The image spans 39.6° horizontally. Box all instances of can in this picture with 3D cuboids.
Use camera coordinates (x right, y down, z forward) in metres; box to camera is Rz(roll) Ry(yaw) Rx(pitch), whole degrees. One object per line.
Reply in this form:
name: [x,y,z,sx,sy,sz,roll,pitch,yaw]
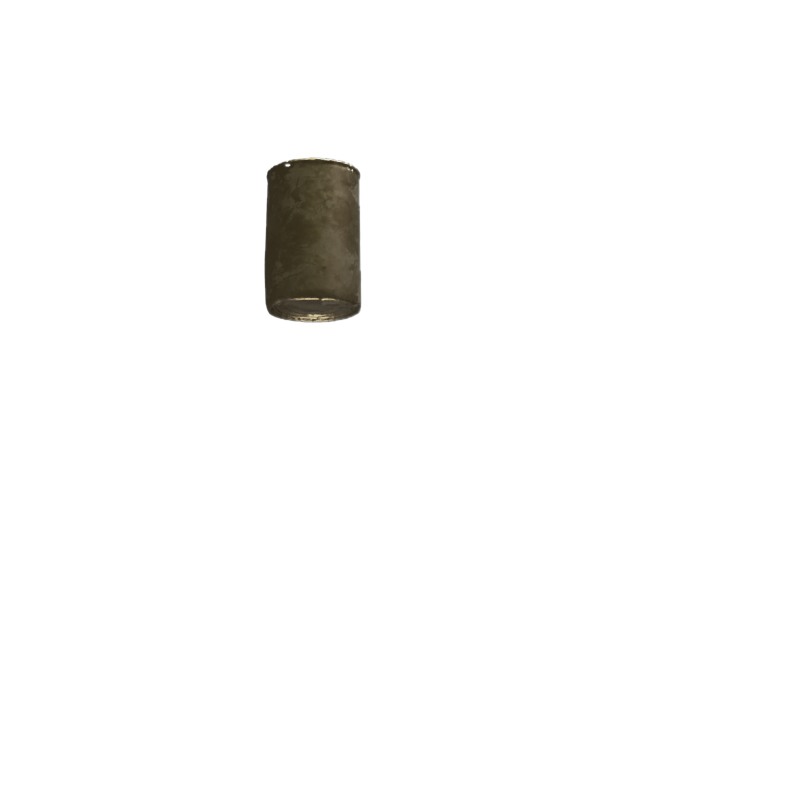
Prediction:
can: [-0.061,-0.112,0.784,0.068,0.106,0.066,0,-16,-2]
